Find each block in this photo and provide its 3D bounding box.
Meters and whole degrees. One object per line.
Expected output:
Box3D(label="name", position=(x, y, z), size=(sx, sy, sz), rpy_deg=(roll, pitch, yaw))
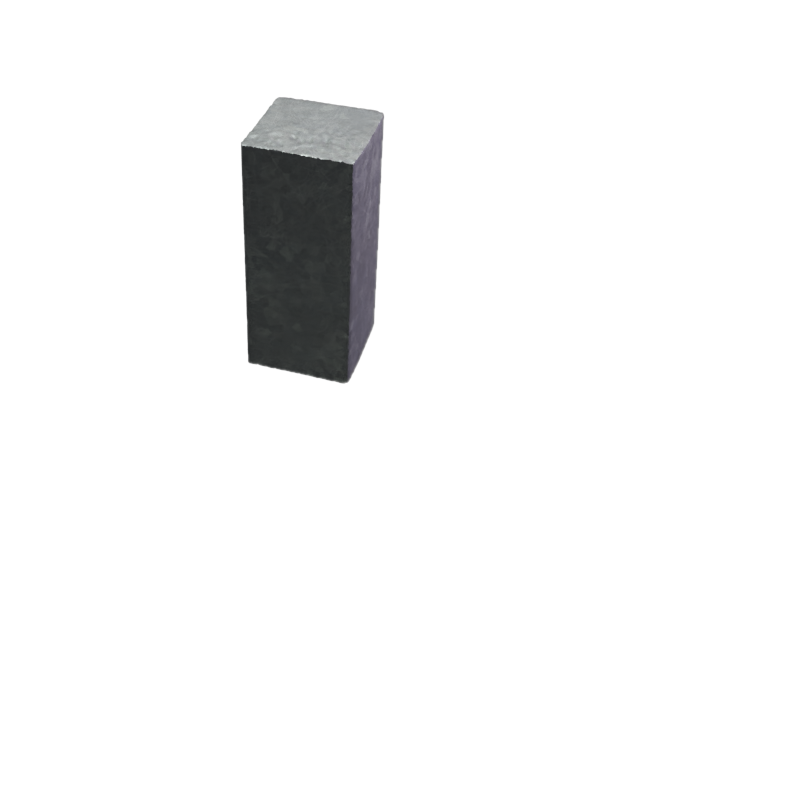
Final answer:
Box3D(label="block", position=(-0.070, -0.128, 0.894), size=(0.093, 0.193, 0.094), rpy_deg=(11, 37, 12))
